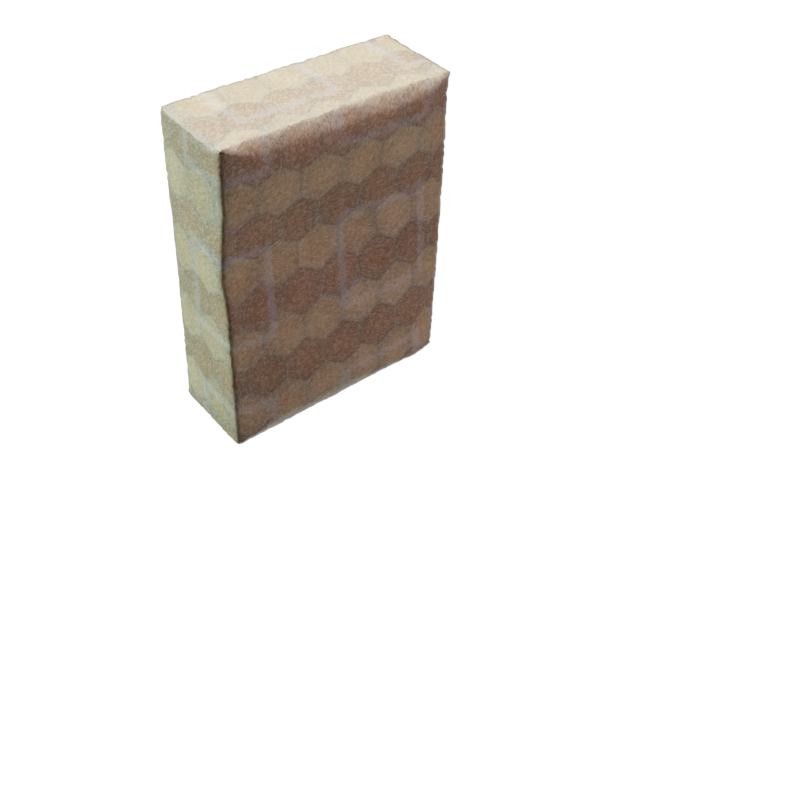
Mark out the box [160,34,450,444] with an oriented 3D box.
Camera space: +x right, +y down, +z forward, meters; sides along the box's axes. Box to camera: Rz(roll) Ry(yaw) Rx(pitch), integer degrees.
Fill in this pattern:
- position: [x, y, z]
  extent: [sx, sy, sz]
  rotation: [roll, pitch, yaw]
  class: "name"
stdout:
- position: [-0.054, -0.098, 0.687]
  extent: [0.163, 0.200, 0.077]
  rotation: [-26, 47, -30]
  class: "box"
